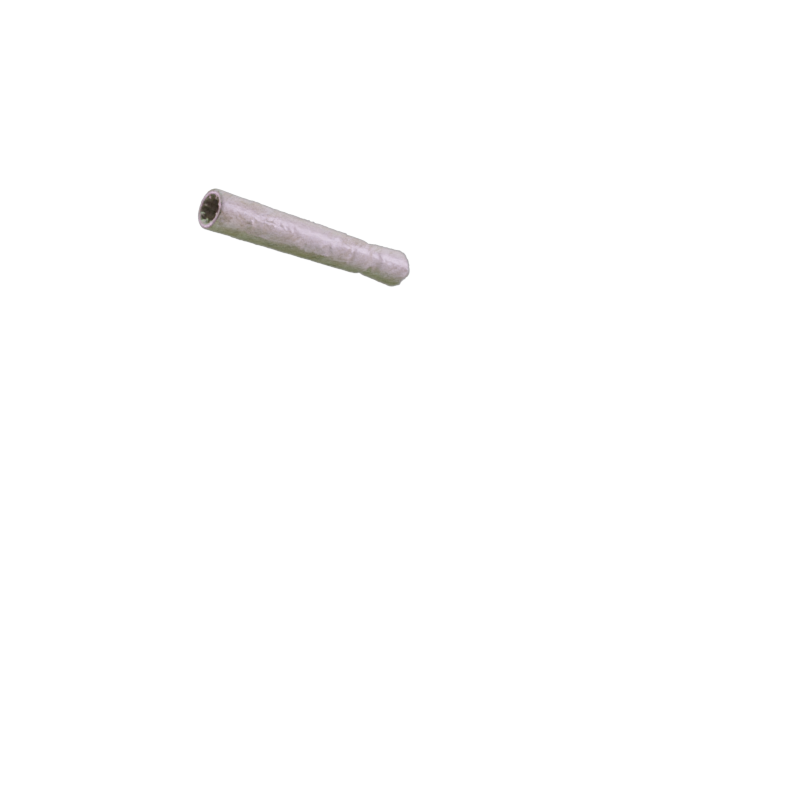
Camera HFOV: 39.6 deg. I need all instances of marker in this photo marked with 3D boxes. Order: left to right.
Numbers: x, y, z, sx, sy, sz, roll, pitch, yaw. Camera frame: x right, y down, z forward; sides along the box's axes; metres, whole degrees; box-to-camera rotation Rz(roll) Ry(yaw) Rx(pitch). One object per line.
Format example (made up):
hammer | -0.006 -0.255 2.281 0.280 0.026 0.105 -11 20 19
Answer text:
marker | -0.041 -0.075 0.525 0.114 0.020 0.021 13 -5 -39
